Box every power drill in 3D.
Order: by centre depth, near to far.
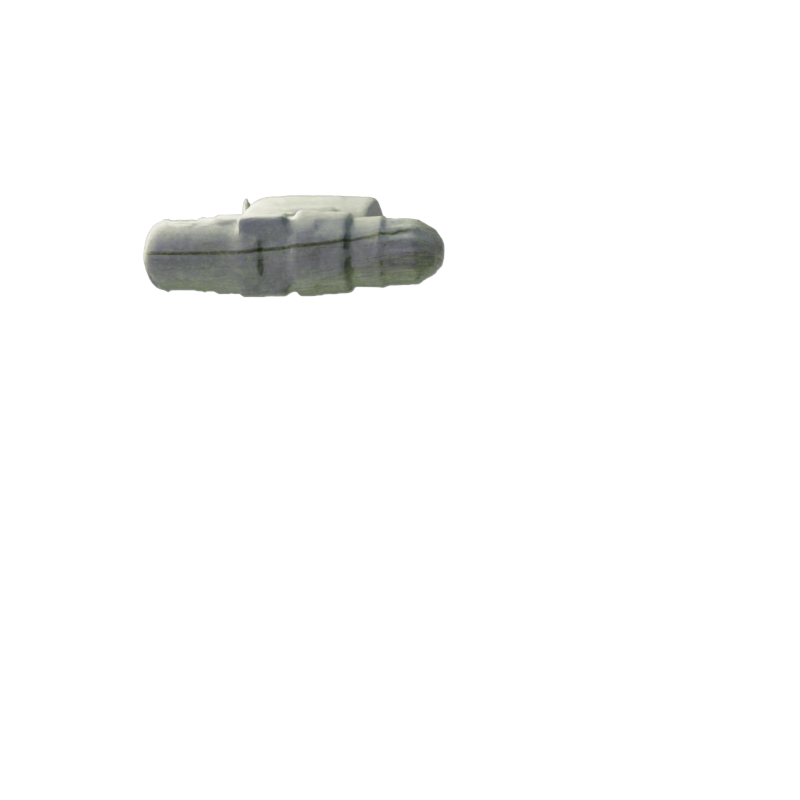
[{"bbox_3d":[-0.058,-0.106,0.740,0.187,0.056,0.189,2,11,8],"label":"power drill"}]
